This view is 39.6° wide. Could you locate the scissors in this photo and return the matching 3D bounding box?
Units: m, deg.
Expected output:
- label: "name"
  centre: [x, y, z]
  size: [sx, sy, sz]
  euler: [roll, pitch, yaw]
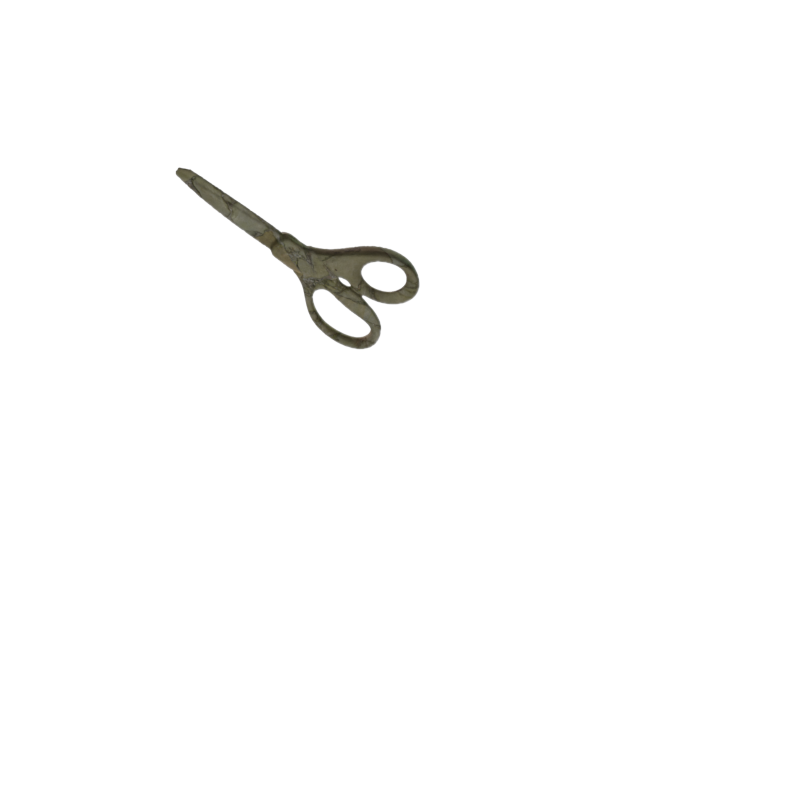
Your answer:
- label: "scissors"
  centre: [-0.062, -0.113, 0.793]
  size: [0.096, 0.188, 0.017]
  euler: [-28, 31, 19]
